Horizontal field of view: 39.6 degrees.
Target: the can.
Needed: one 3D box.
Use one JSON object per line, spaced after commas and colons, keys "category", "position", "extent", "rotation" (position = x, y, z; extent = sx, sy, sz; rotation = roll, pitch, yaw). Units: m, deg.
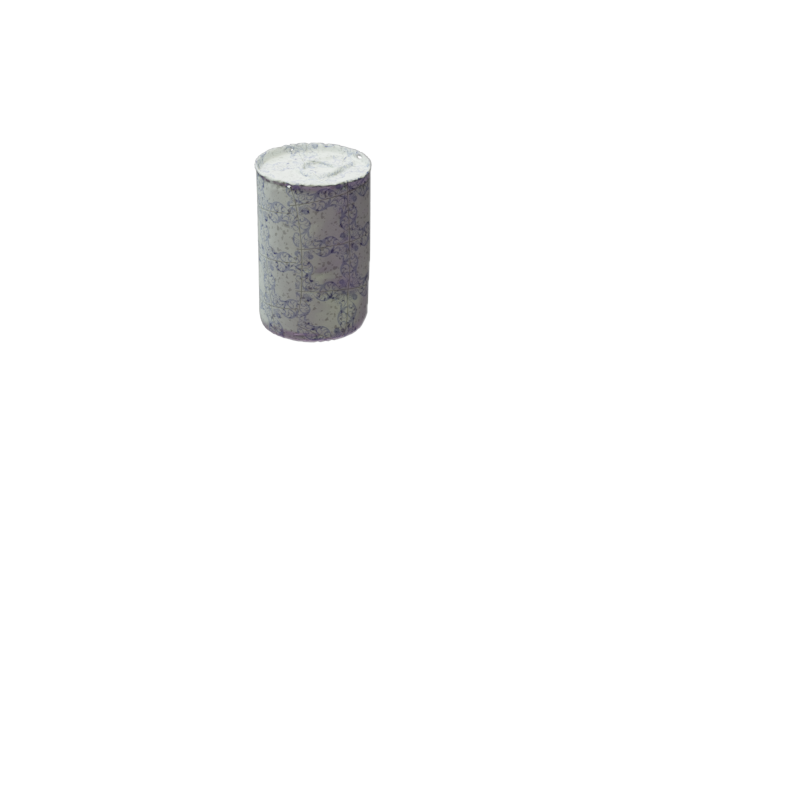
{"category": "can", "position": [-0.052, -0.094, 0.662], "extent": [0.068, 0.097, 0.073], "rotation": [0, 28, -2]}
